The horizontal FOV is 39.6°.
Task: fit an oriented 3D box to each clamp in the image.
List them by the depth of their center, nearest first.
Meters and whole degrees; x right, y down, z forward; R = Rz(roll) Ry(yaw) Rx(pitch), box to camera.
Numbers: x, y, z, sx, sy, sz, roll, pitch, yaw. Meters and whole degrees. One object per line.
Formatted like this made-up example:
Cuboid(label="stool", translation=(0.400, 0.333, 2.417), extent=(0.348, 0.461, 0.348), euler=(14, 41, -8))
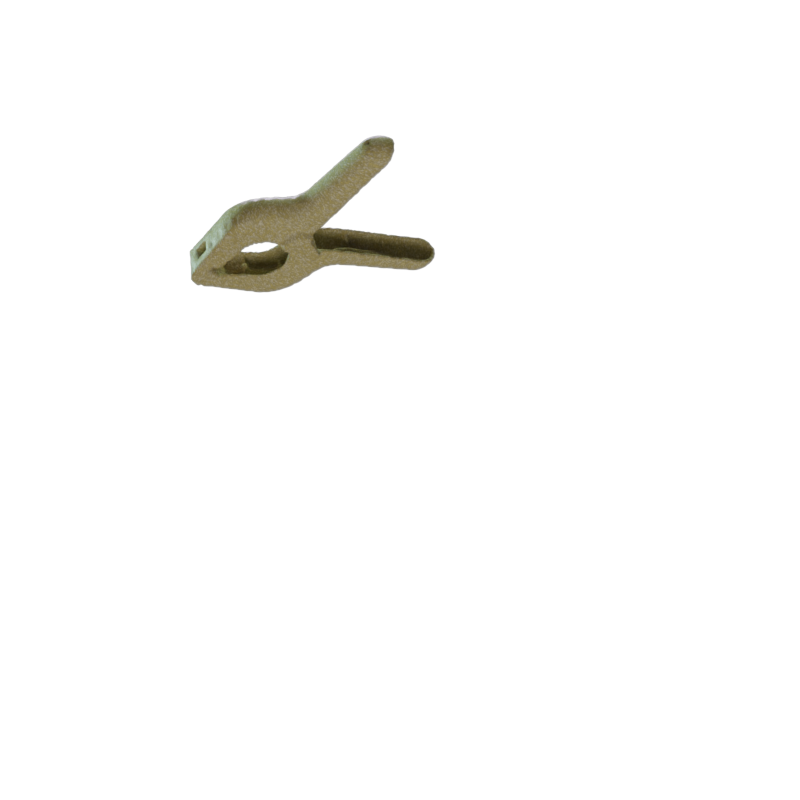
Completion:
Cuboid(label="clamp", translation=(-0.061, -0.111, 0.777), extent=(0.172, 0.042, 0.111), euler=(-20, -50, 17))
